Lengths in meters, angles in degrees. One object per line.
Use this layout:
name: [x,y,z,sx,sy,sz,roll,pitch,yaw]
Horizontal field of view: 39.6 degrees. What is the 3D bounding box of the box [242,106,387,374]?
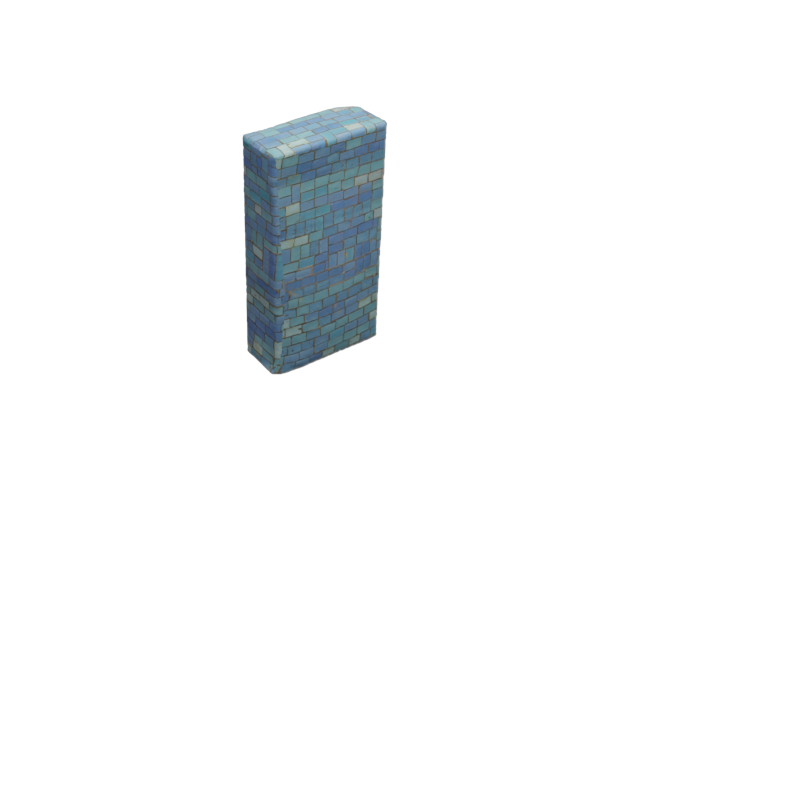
box: [-0.060,-0.110,0.766,0.092,0.166,0.052,-22,39,-32]
